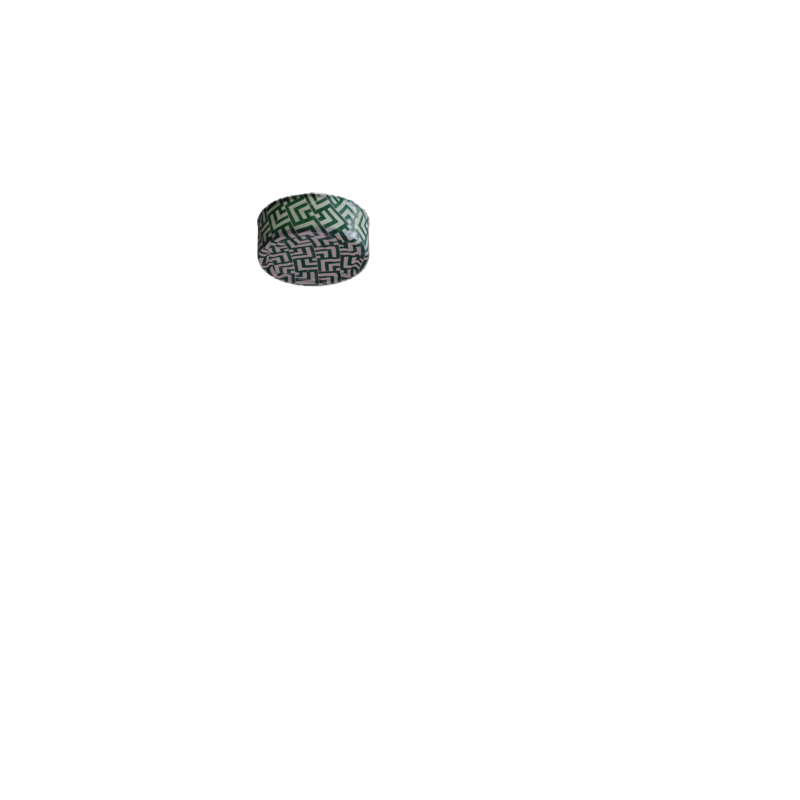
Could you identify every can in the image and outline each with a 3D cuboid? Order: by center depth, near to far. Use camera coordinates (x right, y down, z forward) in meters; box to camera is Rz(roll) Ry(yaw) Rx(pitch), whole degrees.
[{"bbox_3d":[-0.065,-0.119,0.835,0.086,0.036,0.081,1,-25,-2],"label":"can"}]
